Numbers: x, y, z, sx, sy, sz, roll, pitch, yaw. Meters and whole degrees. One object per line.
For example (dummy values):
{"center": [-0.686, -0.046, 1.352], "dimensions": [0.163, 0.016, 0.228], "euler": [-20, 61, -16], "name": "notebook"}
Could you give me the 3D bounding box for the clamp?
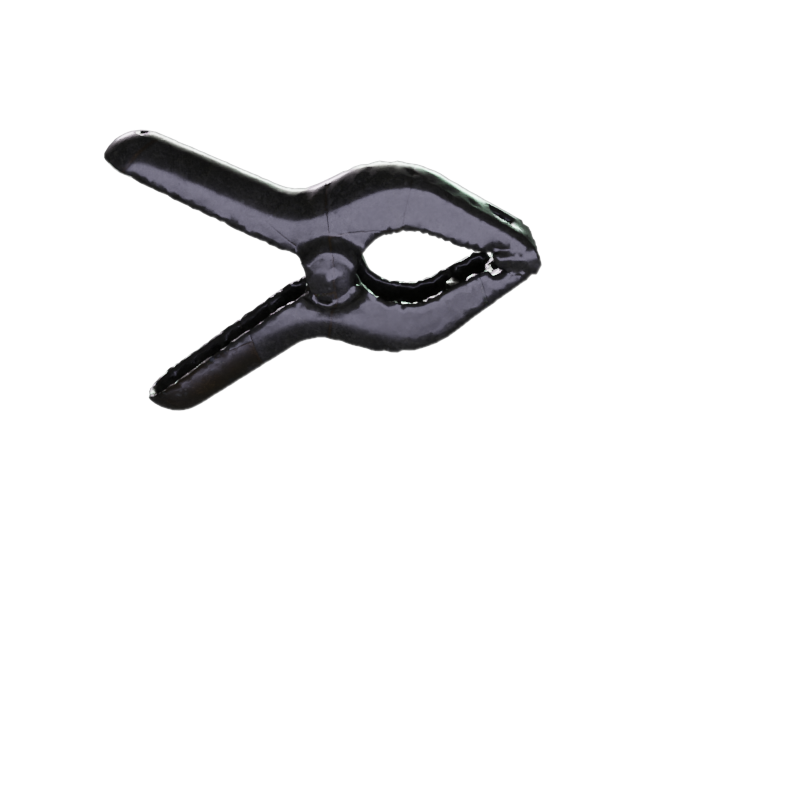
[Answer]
{"center": [-0.035, -0.063, 0.441], "dimensions": [0.172, 0.113, 0.042], "euler": [-12, 29, 7], "name": "clamp"}
